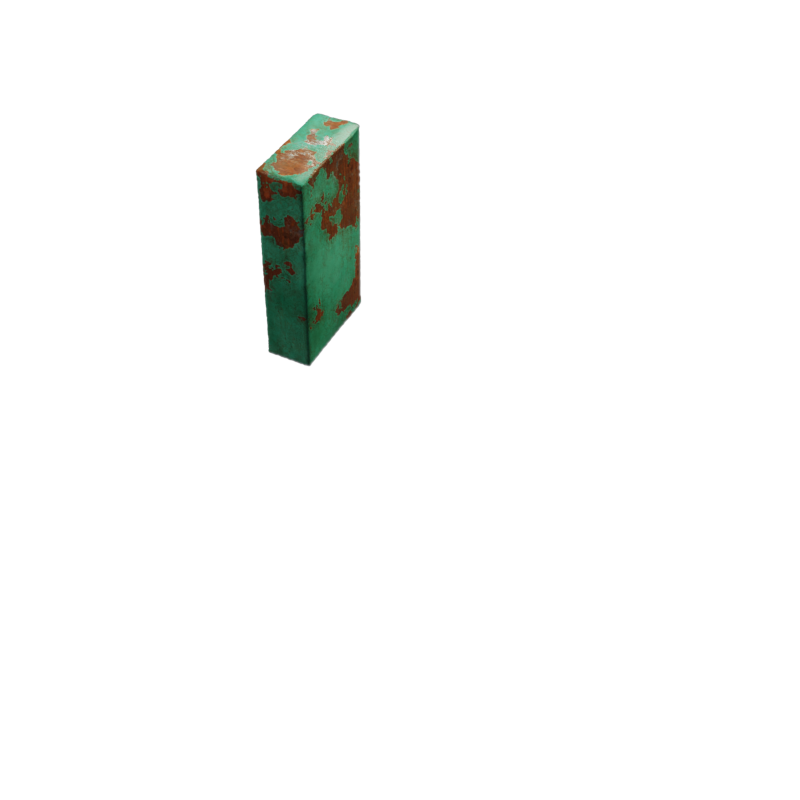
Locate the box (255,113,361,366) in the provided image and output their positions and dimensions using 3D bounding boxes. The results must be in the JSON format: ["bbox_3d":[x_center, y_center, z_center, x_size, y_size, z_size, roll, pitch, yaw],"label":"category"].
[{"bbox_3d":[-0.067,-0.123,0.861,0.050,0.164,0.096,20,45,17],"label":"box"}]
